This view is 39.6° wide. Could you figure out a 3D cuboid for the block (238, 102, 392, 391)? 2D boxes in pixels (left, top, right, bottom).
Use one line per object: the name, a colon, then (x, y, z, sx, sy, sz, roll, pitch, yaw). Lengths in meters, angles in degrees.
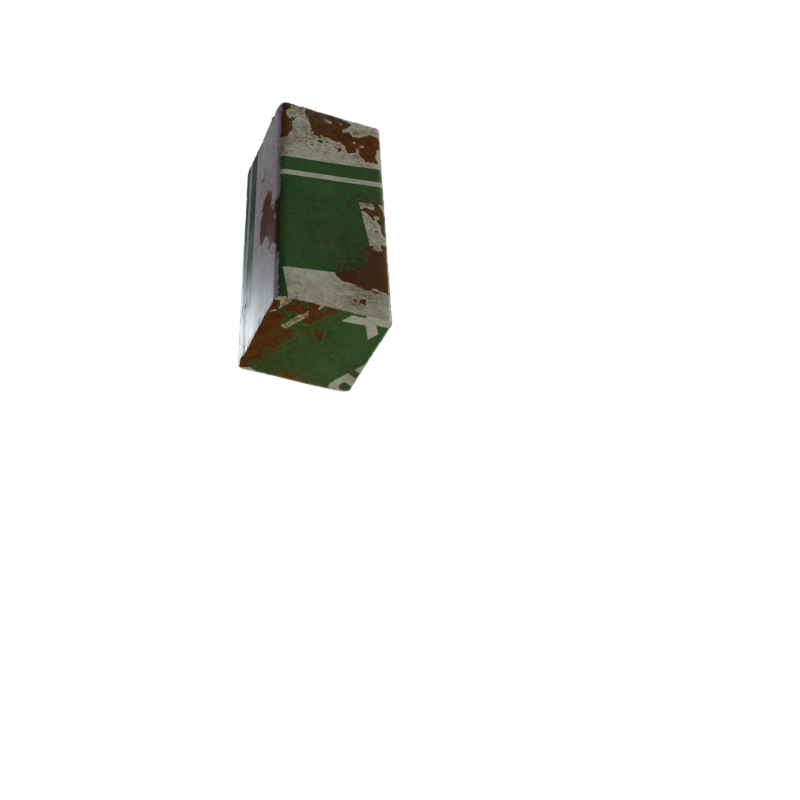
block: (-0.068, -0.123, 0.861, 0.087, 0.221, 0.087, 13, -42, -18)
